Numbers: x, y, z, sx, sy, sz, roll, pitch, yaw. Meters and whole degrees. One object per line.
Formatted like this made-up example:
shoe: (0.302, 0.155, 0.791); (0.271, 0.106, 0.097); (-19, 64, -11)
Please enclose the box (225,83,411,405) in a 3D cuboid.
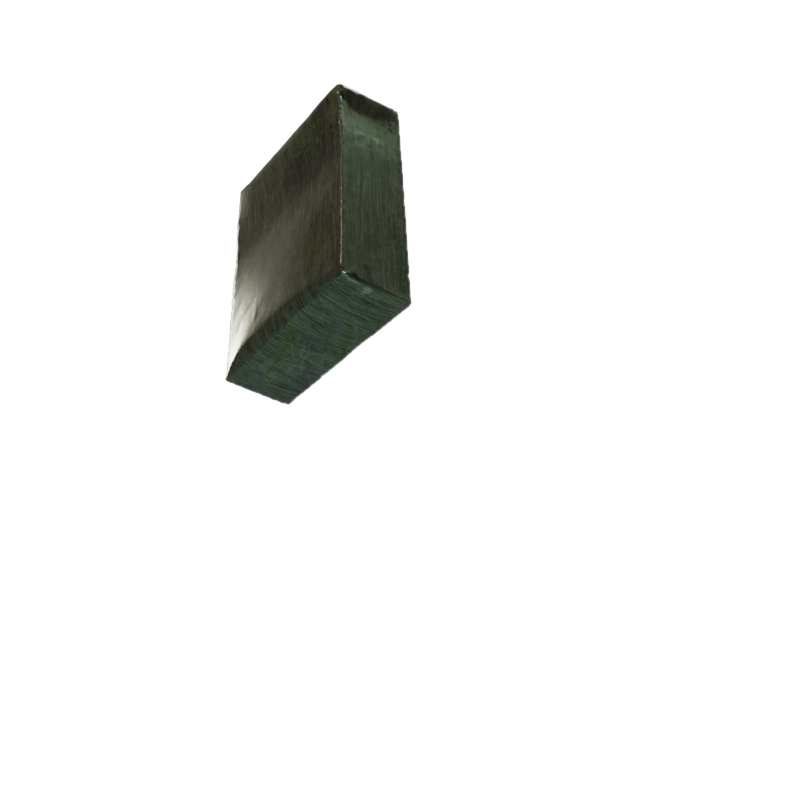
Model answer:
box: (-0.071, -0.130, 0.912); (0.068, 0.229, 0.161); (24, -45, -30)
